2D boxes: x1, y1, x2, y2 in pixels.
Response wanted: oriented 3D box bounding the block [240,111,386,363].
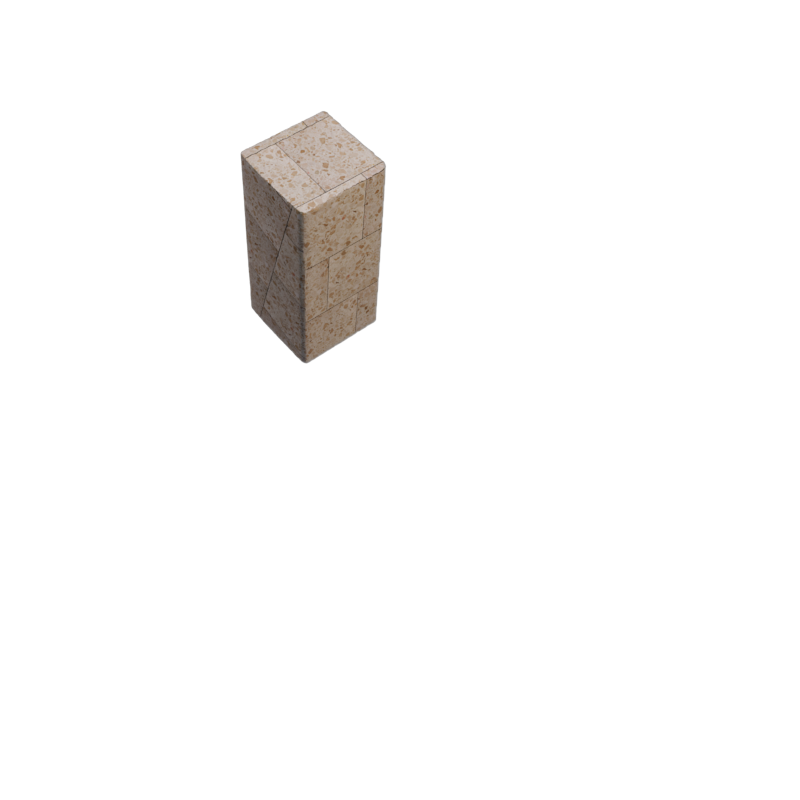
[{"bbox_3d":[-0.077,-0.140,0.986,0.091,0.096,0.192,-31,-30,-24],"label":"block"}]
